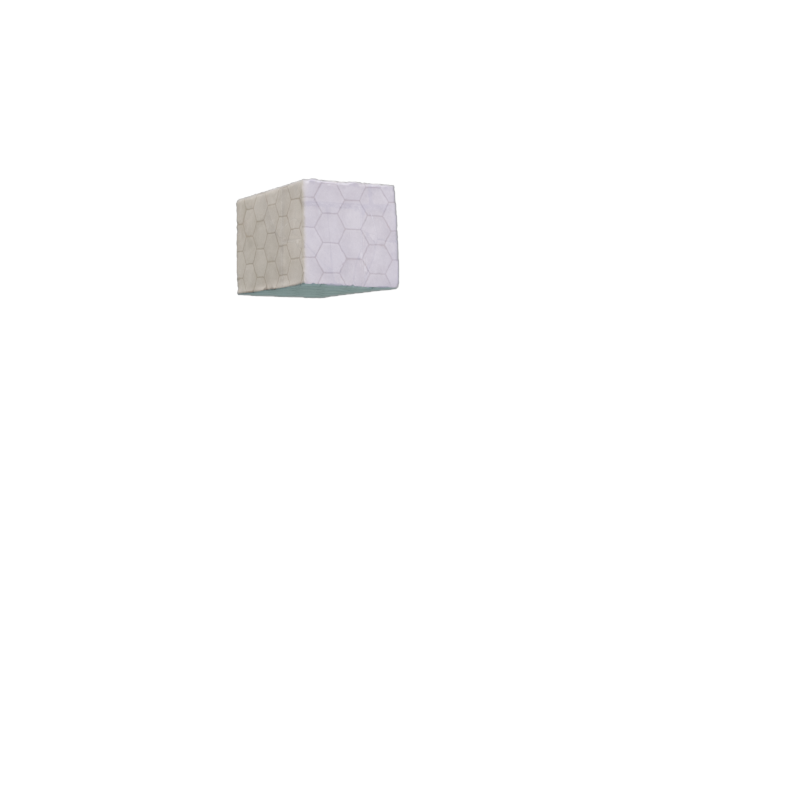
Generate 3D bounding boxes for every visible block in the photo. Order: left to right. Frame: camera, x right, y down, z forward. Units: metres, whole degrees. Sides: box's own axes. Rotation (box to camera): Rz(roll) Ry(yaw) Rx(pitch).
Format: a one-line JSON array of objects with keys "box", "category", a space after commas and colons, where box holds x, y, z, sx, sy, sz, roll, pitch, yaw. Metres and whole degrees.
[{"box": [-0.043, -0.079, 0.553, 0.051, 0.052, 0.080, 1, -1, -32], "category": "block"}]
